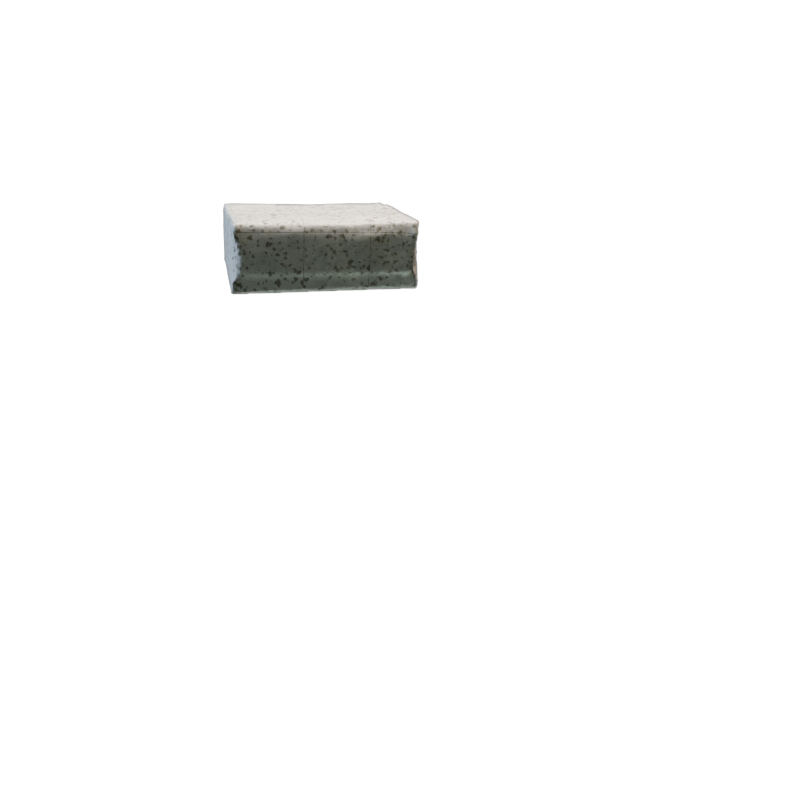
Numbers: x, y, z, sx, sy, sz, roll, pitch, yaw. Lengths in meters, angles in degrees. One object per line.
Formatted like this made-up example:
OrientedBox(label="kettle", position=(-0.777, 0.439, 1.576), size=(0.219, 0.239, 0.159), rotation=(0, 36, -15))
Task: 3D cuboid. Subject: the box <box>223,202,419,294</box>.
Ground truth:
OrientedBox(label="box", position=(-0.036, -0.066, 0.463), size=(0.072, 0.029, 0.092), rotation=(-2, 14, -8))
